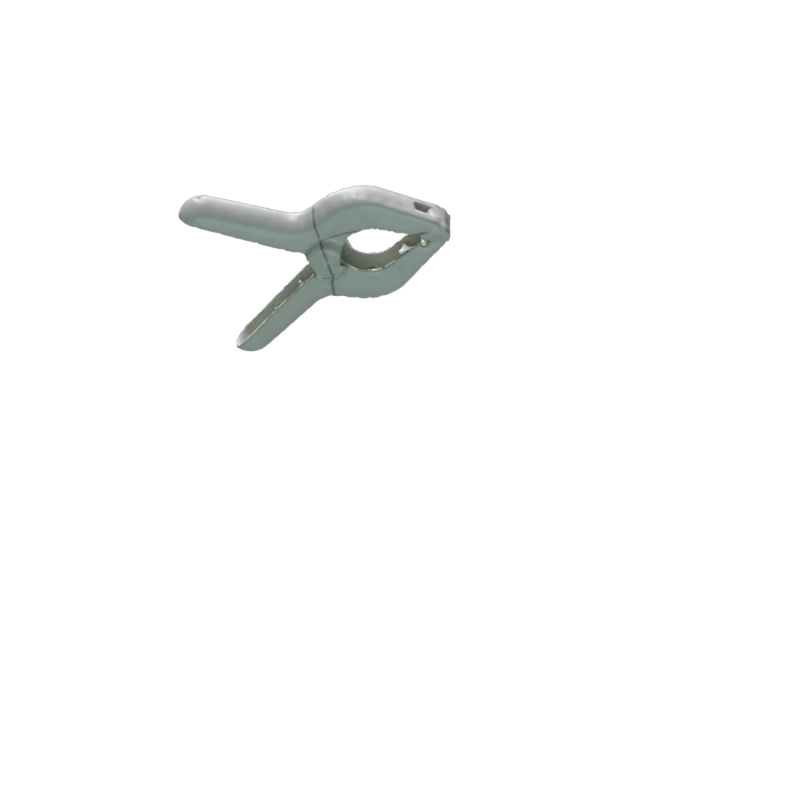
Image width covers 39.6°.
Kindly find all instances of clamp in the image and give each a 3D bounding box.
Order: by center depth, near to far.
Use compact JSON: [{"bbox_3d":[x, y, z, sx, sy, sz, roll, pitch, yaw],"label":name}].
[{"bbox_3d":[-0.056,-0.102,0.718,0.172,0.111,0.042,-21,36,16],"label":"clamp"}]
